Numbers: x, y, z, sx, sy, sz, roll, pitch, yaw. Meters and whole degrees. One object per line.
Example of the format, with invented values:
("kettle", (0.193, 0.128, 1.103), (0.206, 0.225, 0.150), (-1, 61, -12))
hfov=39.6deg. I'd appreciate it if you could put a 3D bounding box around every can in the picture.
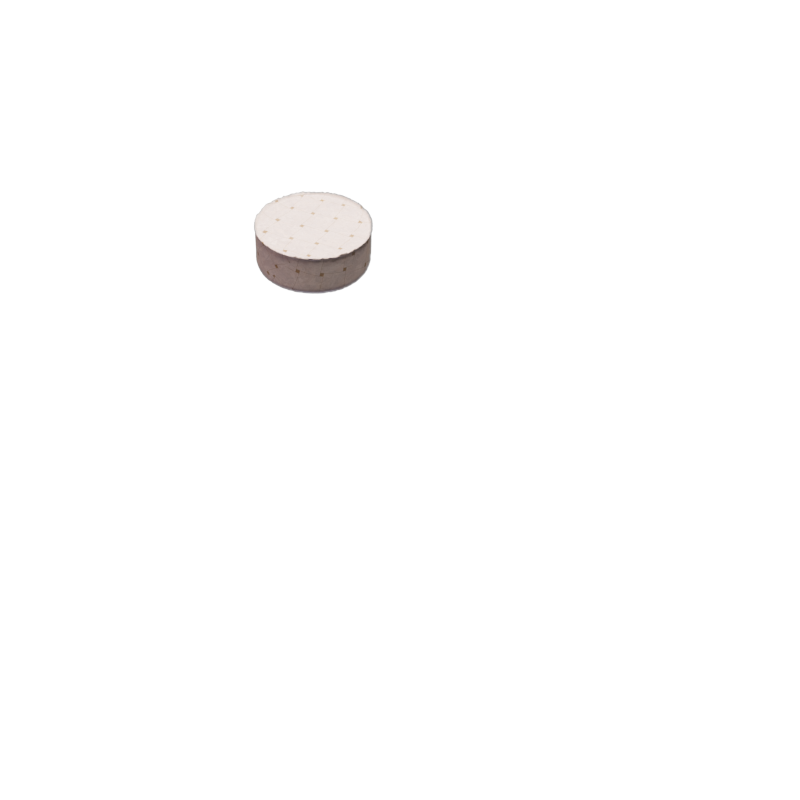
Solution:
("can", (-0.063, -0.115, 0.808), (0.086, 0.031, 0.092), (-1, 40, -2))
